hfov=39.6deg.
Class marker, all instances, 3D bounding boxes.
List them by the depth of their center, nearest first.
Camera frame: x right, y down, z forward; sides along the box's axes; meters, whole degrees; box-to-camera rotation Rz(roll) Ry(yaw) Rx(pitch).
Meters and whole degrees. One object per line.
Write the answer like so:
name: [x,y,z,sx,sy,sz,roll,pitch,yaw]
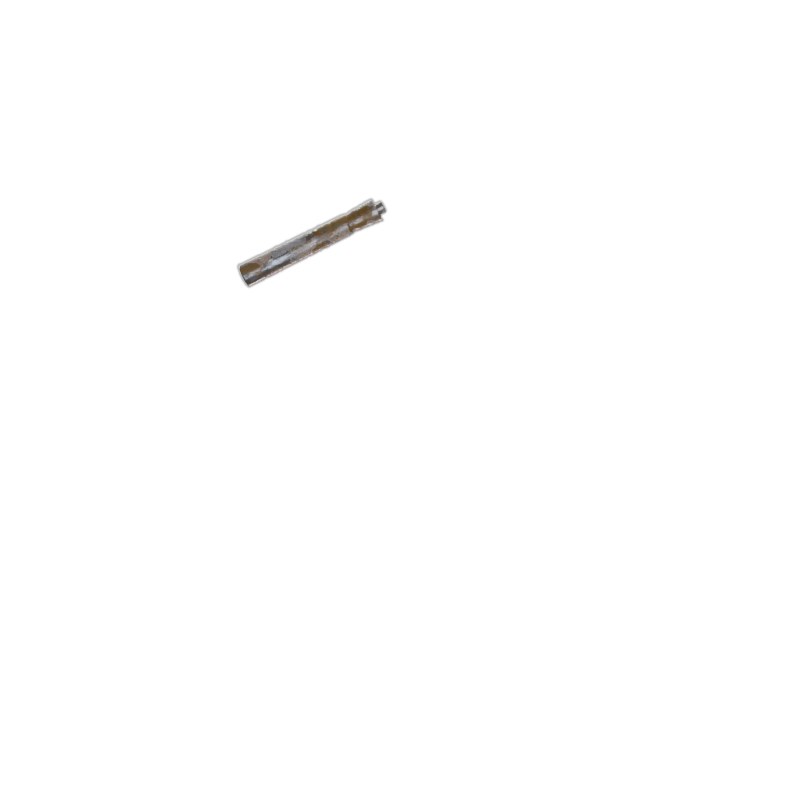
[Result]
marker: [-0.066,-0.121,0.847,0.121,0.020,0.020,-26,2,6]
